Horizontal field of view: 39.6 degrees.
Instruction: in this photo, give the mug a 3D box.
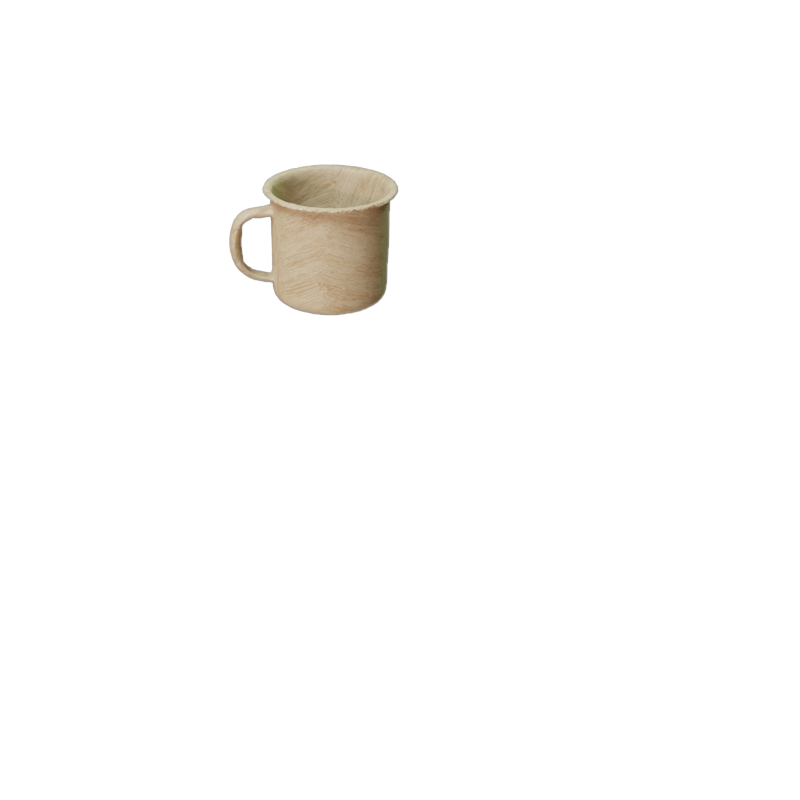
[{"bbox_3d":[-0.060,-0.110,0.772,0.115,0.077,0.100,-6,28,-13],"label":"mug"}]
